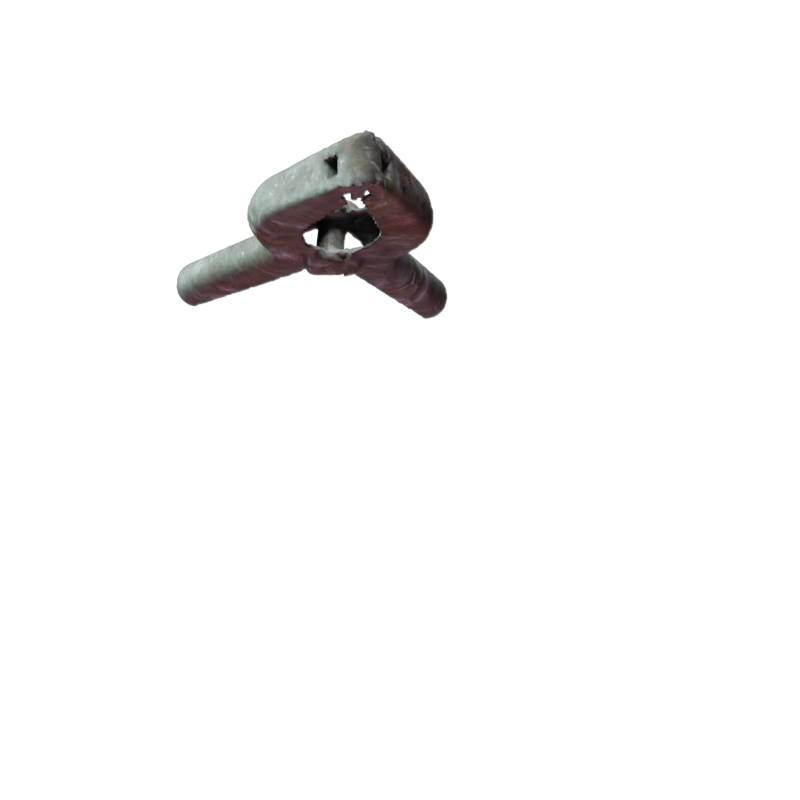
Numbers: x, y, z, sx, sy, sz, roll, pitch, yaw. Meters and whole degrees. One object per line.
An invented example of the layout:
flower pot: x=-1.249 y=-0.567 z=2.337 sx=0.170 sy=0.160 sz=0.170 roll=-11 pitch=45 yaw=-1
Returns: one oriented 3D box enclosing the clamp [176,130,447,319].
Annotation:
clamp: x=-0.047 y=-0.085 z=0.599 sx=0.164 sy=0.038 sz=0.202 roll=1 pitch=-14 yaw=-3
